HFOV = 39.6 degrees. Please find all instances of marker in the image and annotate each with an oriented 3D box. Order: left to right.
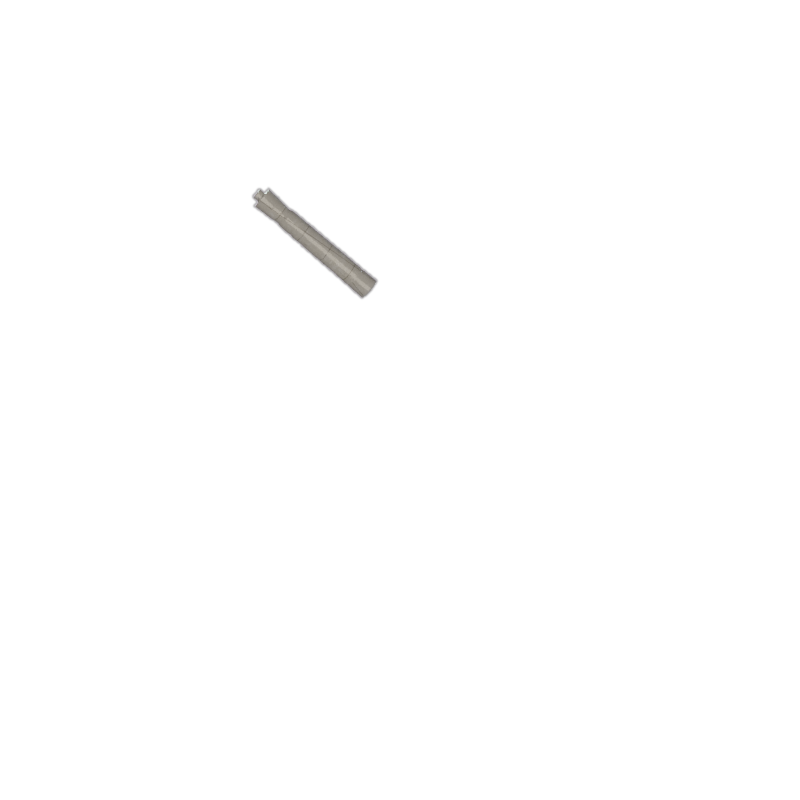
[{"bbox_3d":[-0.070,-0.128,0.895,0.120,0.020,0.020,40,-1,-4],"label":"marker"}]
